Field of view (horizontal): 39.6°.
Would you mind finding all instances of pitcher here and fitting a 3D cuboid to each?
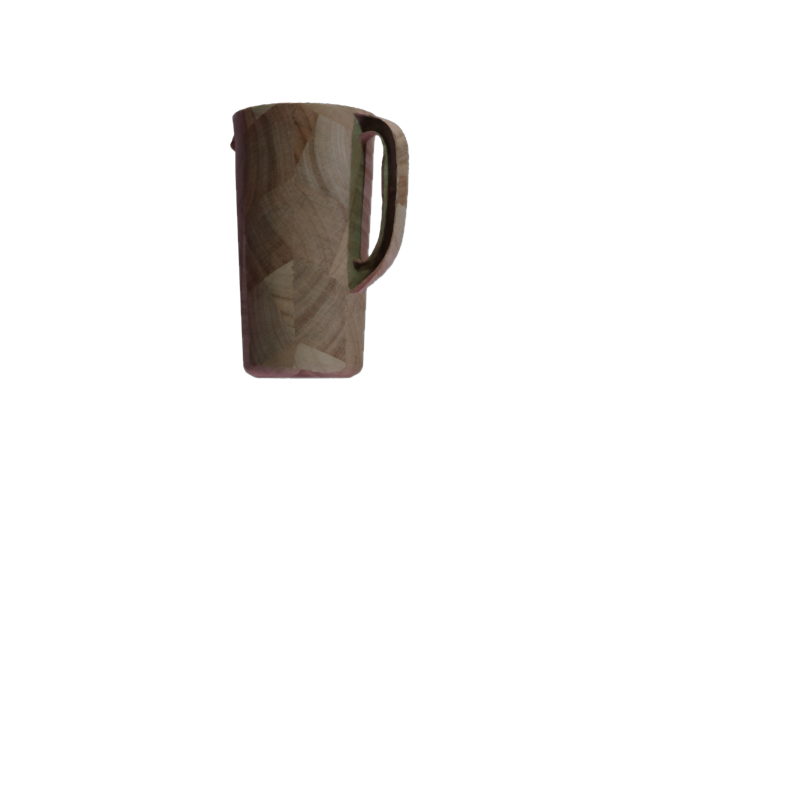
[{"bbox_3d":[-0.078,-0.142,0.996,0.143,0.246,0.150,1,-3,-13],"label":"pitcher"}]
